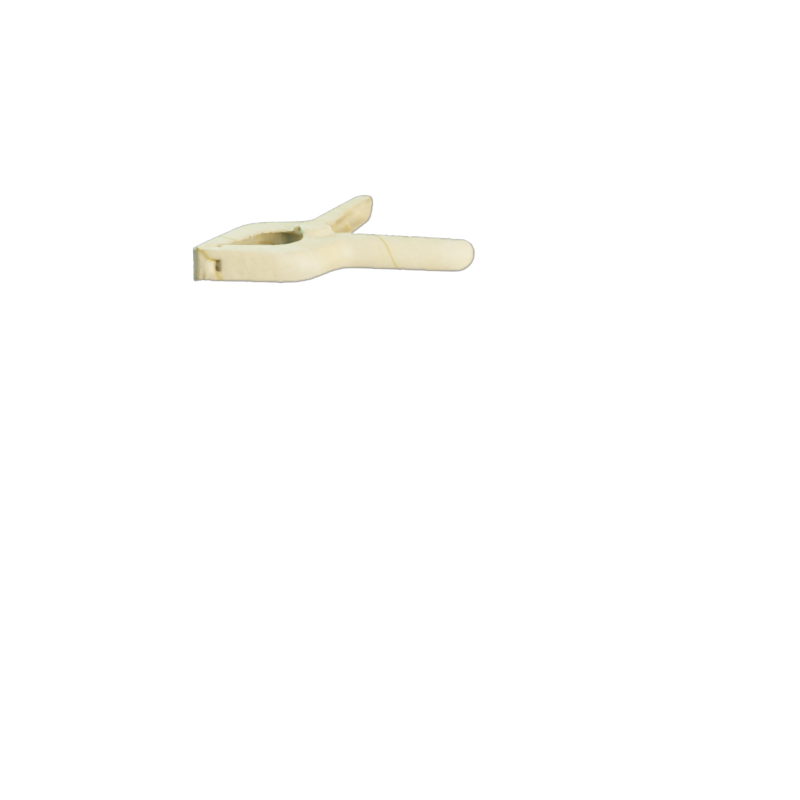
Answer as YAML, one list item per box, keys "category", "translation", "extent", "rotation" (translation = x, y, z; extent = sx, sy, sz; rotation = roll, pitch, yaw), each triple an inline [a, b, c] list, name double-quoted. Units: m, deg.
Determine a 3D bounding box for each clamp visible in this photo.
- category: "clamp"
  translation: [-0.070, -0.127, 0.888]
  extent: [0.206, 0.035, 0.176]
  rotation: [-10, 26, -21]
